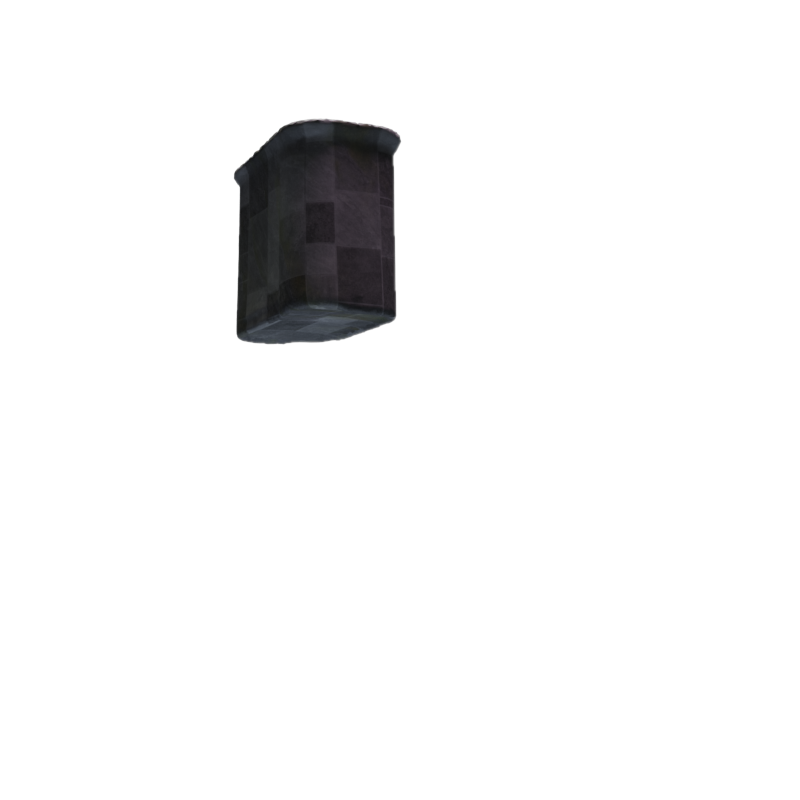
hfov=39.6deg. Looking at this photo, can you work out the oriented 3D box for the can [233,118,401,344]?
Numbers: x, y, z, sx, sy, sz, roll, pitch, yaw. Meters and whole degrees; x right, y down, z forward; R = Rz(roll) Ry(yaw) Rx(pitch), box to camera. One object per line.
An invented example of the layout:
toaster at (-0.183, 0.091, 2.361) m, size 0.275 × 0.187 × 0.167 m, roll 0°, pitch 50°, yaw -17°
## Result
can at (-0.041, -0.074, 0.517) m, size 0.056 × 0.086 × 0.102 m, roll 5°, pitch -11°, yaw -25°
